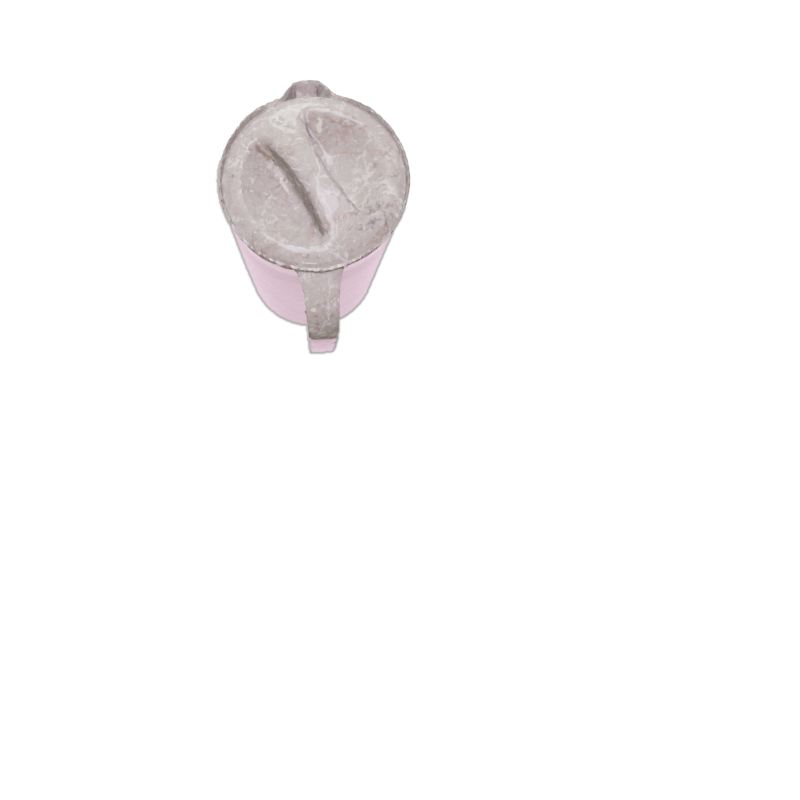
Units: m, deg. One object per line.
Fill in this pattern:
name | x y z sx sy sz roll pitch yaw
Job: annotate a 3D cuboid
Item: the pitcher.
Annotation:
pitcher | -0.068 -0.125 0.872 0.148 0.151 0.235 39 -11 5
